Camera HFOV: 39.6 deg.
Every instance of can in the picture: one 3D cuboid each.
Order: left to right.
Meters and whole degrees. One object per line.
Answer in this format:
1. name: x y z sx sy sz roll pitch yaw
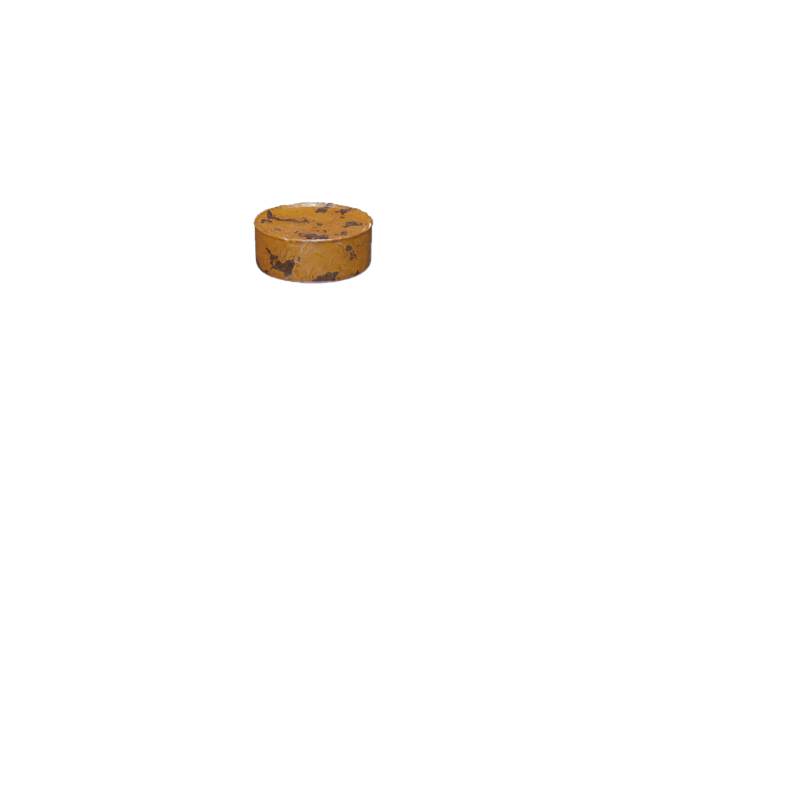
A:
1. can: -0.062 -0.114 0.798 0.086 0.032 0.090 -1 26 -2
